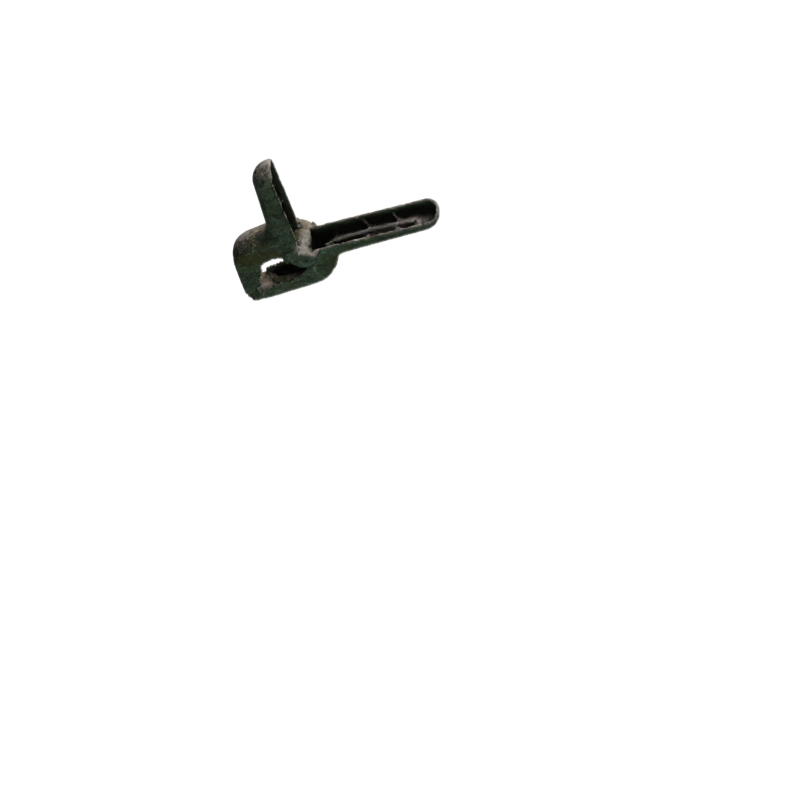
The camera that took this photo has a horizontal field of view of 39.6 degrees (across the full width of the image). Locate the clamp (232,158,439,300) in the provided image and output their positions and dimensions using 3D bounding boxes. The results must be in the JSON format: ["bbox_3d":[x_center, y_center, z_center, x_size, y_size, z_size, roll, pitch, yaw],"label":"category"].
[{"bbox_3d":[-0.075,-0.136,0.955,0.159,0.038,0.205,9,-23,-21],"label":"clamp"}]
